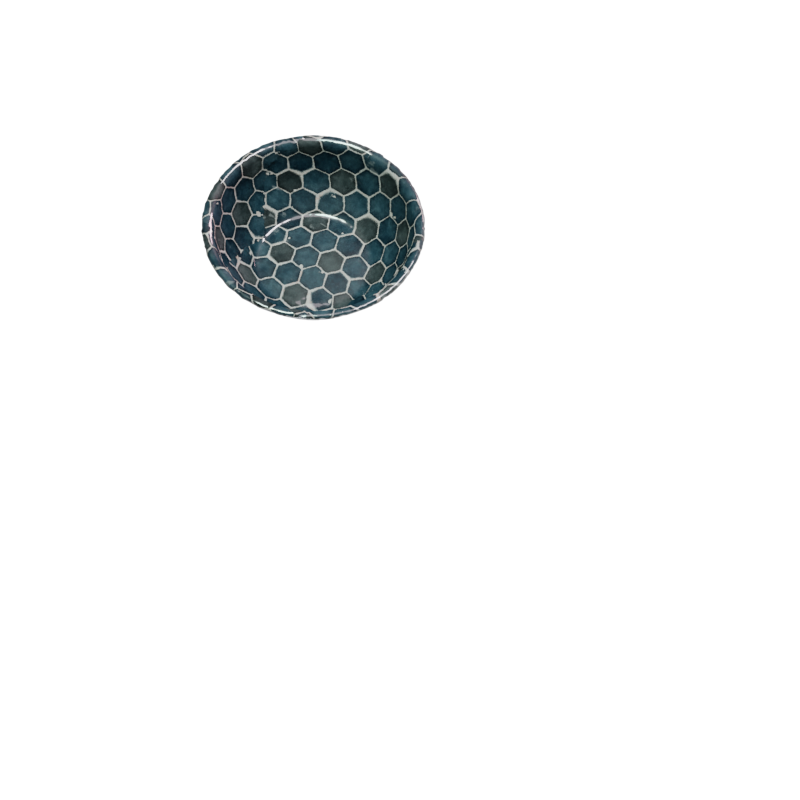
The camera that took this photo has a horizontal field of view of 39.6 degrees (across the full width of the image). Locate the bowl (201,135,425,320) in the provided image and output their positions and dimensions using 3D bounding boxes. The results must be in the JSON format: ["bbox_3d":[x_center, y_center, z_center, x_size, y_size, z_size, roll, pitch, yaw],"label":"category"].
[{"bbox_3d":[-0.064,-0.117,0.822,0.162,0.173,0.052,-1,-32,-1],"label":"bowl"}]
